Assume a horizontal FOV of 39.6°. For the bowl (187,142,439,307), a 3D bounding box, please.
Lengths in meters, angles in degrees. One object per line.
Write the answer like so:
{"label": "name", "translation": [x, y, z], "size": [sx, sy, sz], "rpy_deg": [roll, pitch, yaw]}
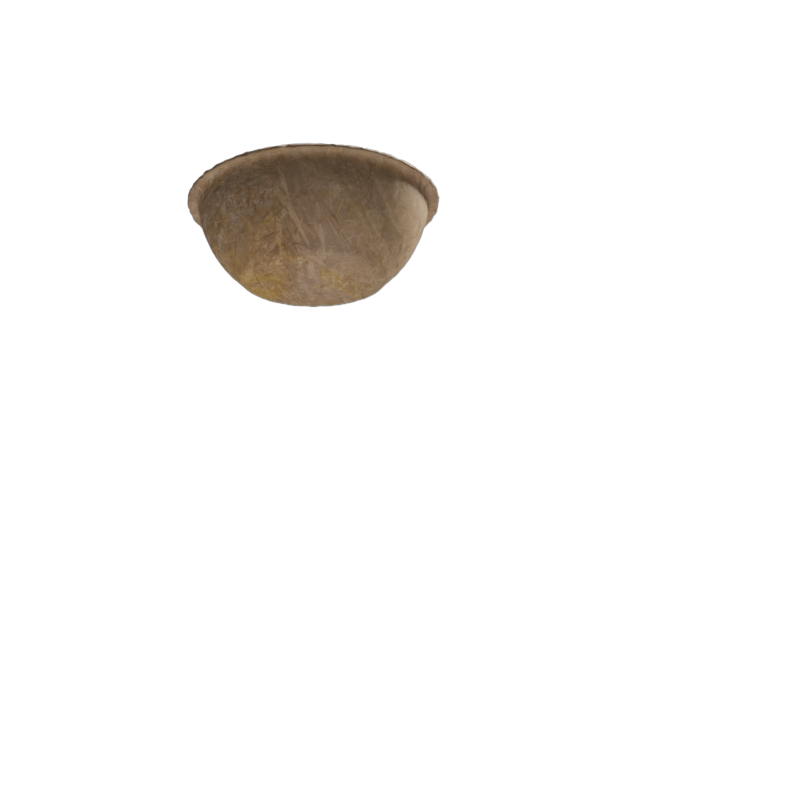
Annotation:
{"label": "bowl", "translation": [-0.055, -0.100, 0.703], "size": [0.162, 0.058, 0.155], "rpy_deg": [0, -18, -2]}
